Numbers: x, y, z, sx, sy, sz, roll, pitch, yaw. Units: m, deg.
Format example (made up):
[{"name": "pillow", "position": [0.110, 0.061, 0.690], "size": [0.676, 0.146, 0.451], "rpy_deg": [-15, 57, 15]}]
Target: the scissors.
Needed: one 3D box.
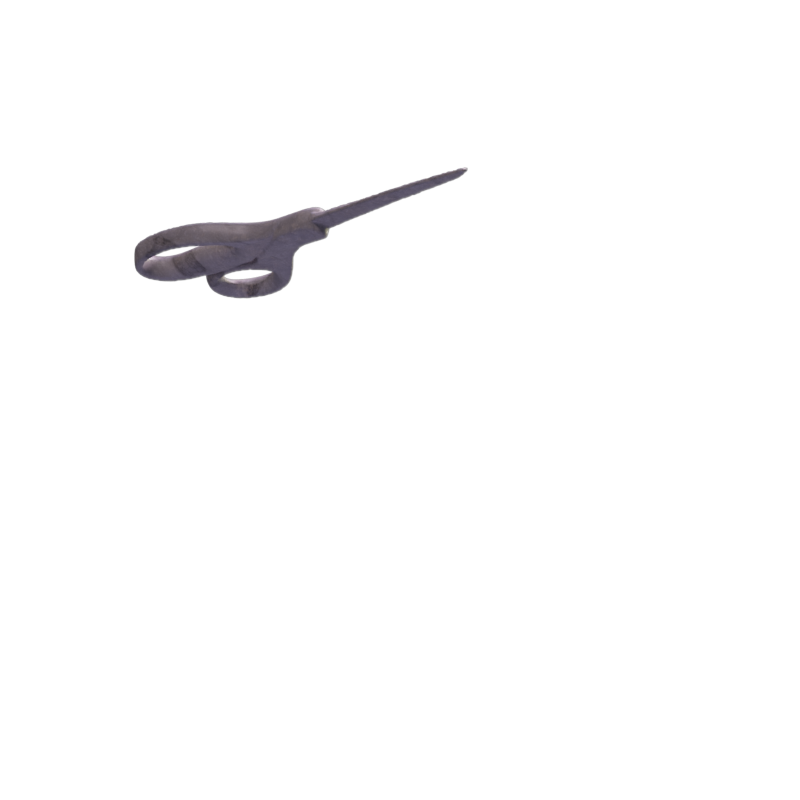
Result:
[{"name": "scissors", "position": [-0.046, -0.084, 0.586], "size": [0.206, 0.016, 0.090], "rpy_deg": [-7, -17, 24]}]
